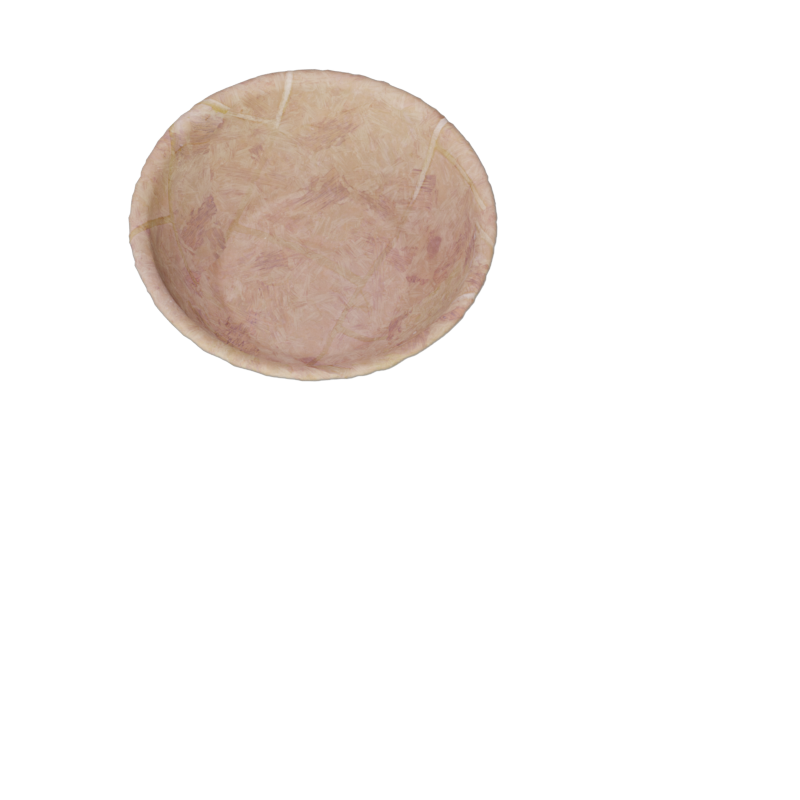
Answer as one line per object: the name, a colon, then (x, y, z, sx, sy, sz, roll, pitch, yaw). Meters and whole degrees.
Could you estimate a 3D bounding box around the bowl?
bowl: (-0.040, -0.072, 0.507, 0.162, 0.173, 0.052, -1, -29, -1)
